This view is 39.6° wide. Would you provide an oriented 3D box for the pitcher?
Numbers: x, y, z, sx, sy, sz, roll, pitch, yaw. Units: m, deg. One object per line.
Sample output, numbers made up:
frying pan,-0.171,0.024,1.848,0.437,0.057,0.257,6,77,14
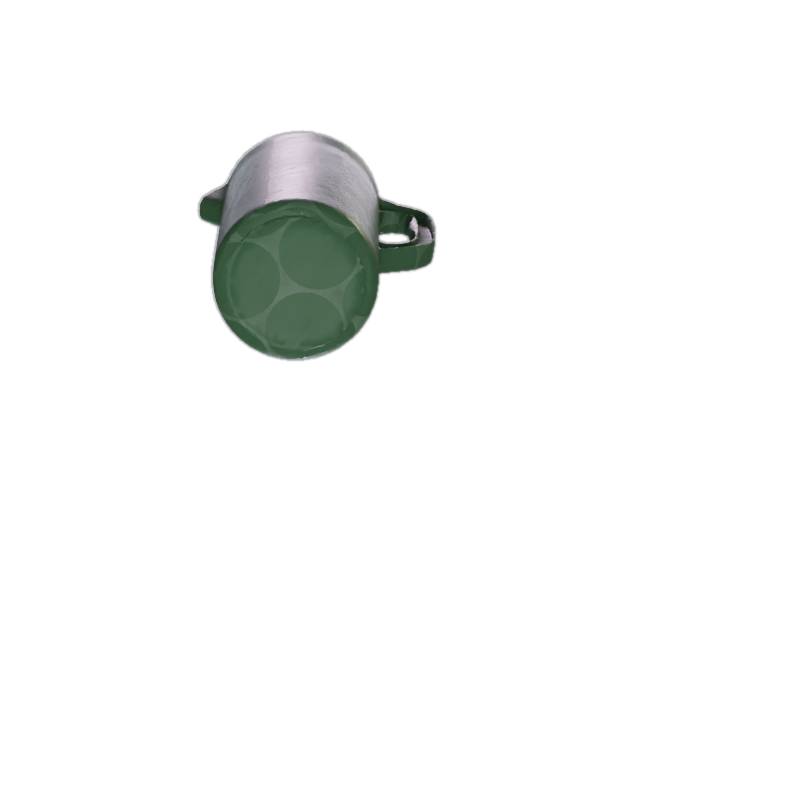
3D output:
pitcher,-0.064,-0.117,0.819,0.148,0.140,0.253,-38,17,9
